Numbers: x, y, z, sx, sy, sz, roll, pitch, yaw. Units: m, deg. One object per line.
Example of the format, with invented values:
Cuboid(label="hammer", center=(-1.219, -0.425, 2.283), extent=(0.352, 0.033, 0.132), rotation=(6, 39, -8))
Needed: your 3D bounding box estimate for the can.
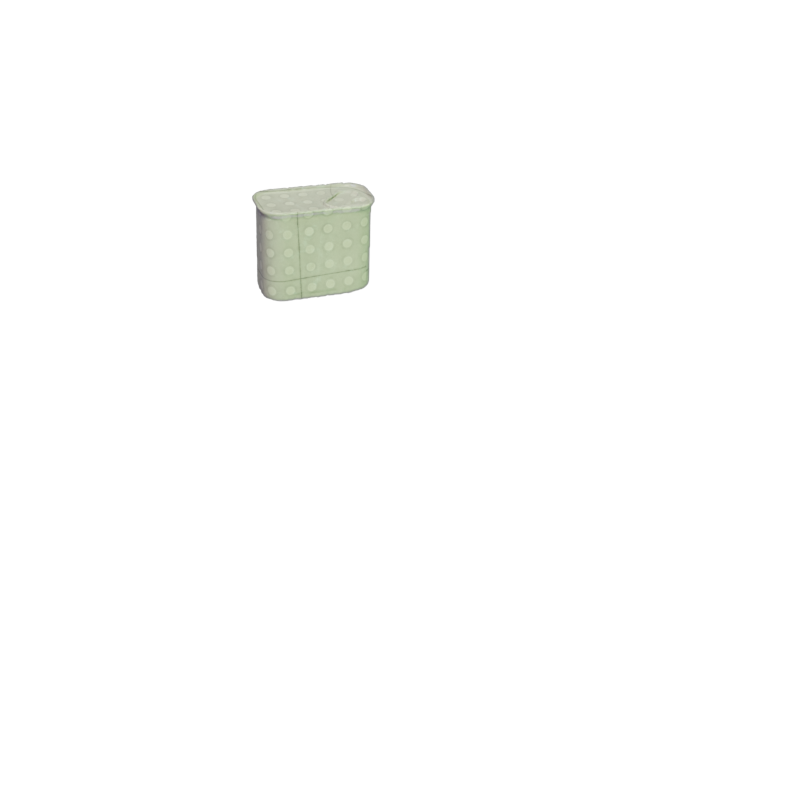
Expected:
Cuboid(label="can", center=(-0.075, -0.137, 0.959), extent=(0.100, 0.079, 0.062), rotation=(-8, 28, -15))
